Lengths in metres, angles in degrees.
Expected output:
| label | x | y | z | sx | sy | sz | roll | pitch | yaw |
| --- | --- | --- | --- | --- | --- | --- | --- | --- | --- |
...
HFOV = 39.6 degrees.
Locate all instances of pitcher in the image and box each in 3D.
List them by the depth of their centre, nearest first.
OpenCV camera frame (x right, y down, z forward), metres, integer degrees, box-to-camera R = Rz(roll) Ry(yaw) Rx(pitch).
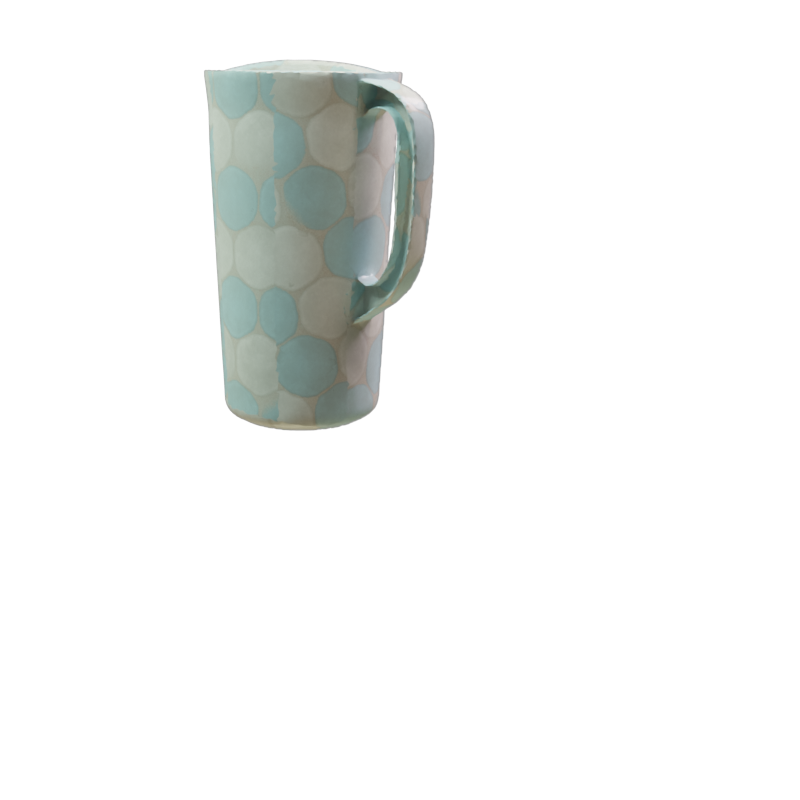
| label | x | y | z | sx | sy | sz | roll | pitch | yaw |
| --- | --- | --- | --- | --- | --- | --- | --- | --- | --- |
| pitcher | -0.059 | -0.107 | 0.750 | 0.144 | 0.237 | 0.154 | 0 | 11 | -4 |
